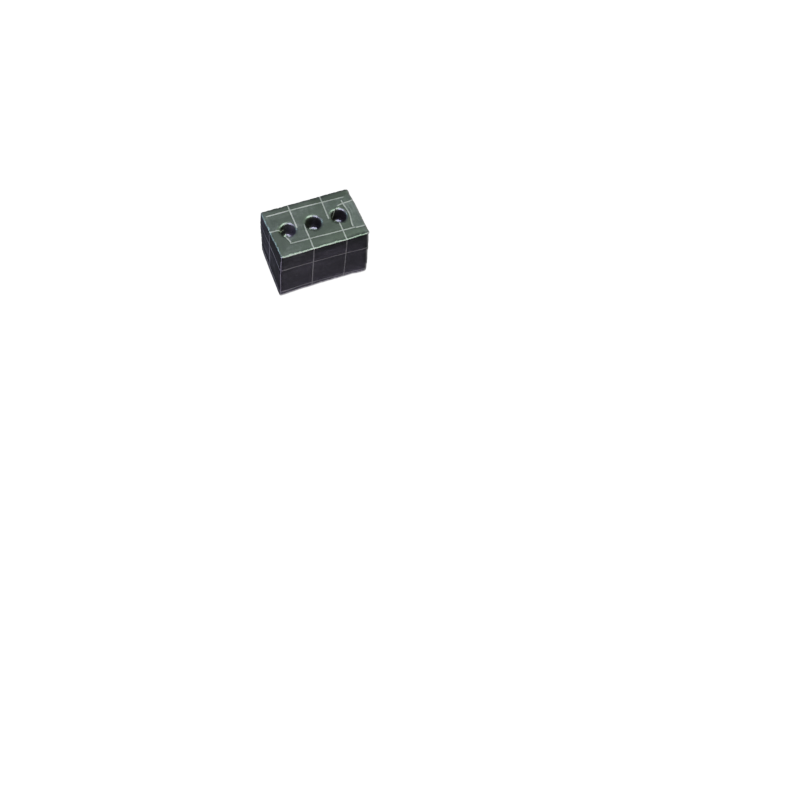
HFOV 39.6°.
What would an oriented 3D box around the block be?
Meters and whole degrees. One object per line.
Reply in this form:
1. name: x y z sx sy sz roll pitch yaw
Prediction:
1. block: -0.071 -0.130 0.912 0.077 0.057 0.048 -18 -31 -13
